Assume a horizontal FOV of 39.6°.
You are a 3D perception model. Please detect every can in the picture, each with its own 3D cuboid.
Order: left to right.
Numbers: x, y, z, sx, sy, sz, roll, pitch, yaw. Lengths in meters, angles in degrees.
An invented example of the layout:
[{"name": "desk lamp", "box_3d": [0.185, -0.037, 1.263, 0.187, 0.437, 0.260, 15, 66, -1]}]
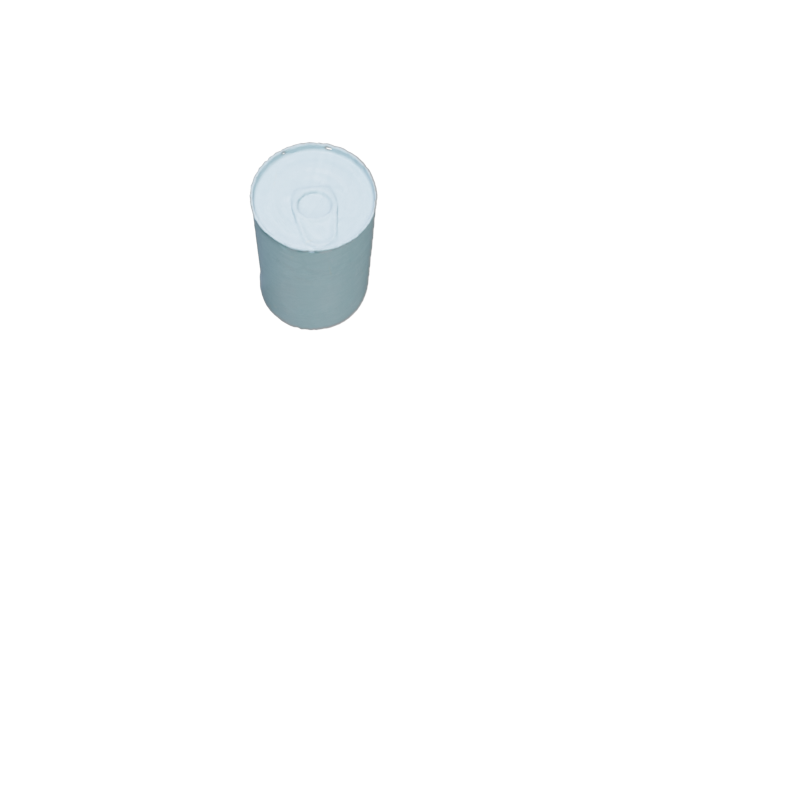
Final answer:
[{"name": "can", "box_3d": [-0.050, -0.090, 0.633, 0.068, 0.073, 0.097, 0, -25, -3]}]
